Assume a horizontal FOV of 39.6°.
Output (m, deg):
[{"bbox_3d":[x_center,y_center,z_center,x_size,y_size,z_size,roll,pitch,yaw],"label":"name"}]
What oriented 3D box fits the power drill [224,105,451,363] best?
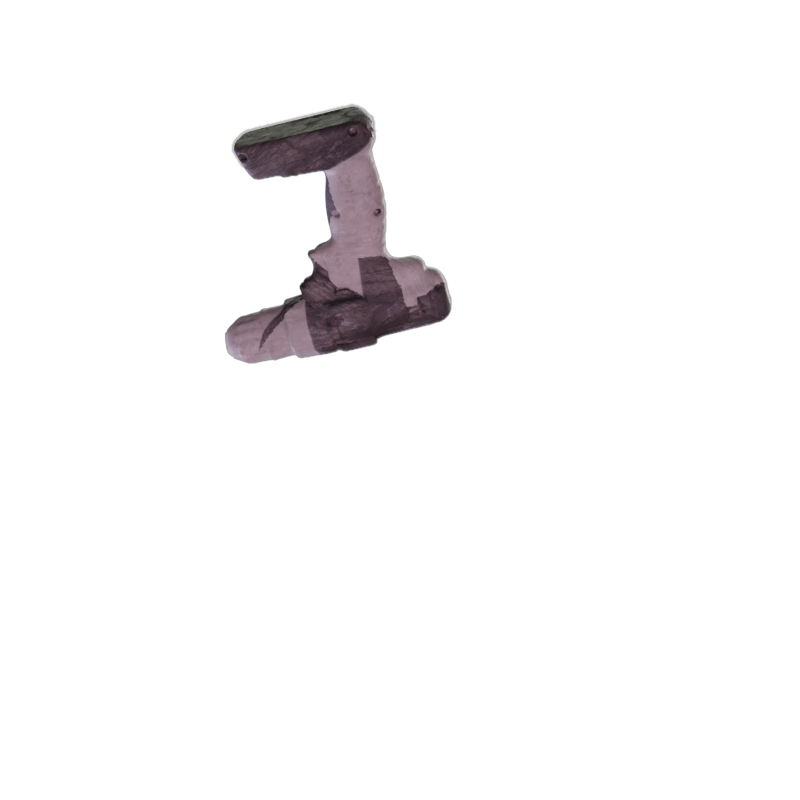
[{"bbox_3d":[-0.067,-0.123,0.860,0.185,0.177,0.060,-14,24,6],"label":"power drill"}]
